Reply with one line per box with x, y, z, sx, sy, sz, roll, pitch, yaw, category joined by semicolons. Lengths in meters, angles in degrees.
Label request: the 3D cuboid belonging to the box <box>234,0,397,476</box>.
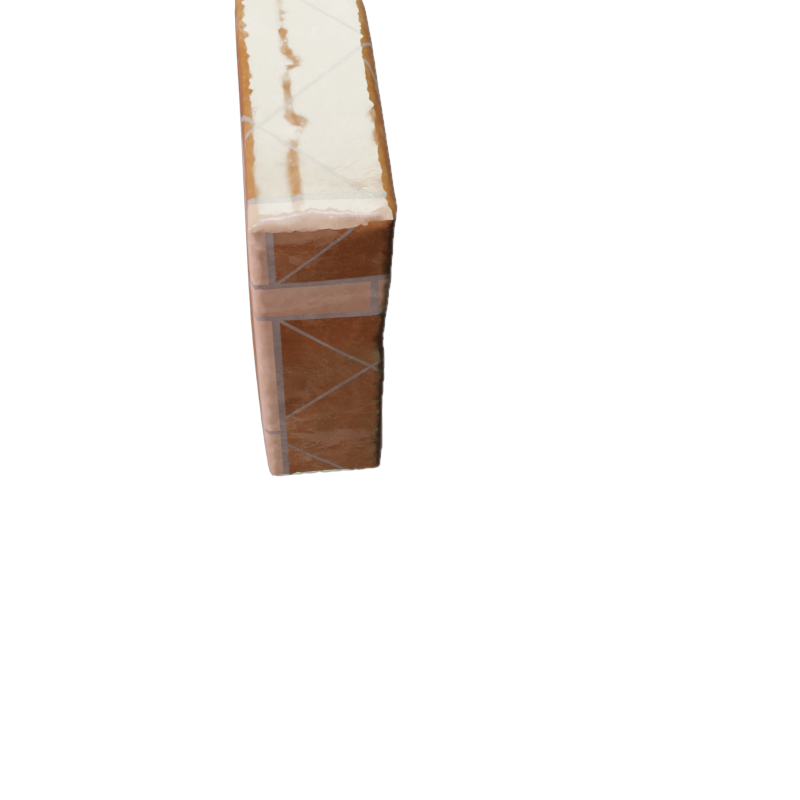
-0.046;-0.084;0.588;0.071;0.177;0.200;-4;-36;-7;box
